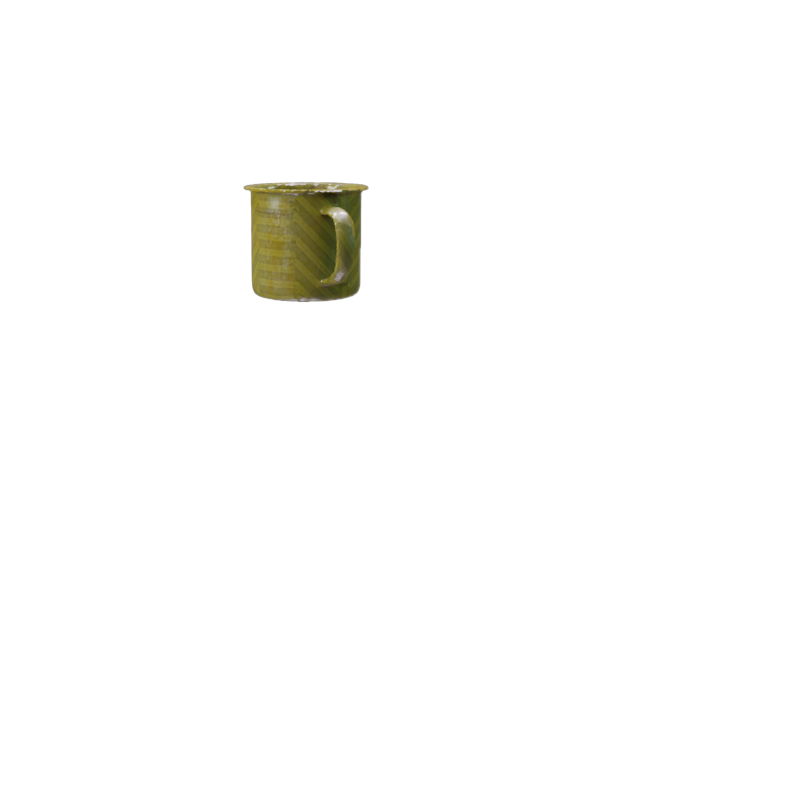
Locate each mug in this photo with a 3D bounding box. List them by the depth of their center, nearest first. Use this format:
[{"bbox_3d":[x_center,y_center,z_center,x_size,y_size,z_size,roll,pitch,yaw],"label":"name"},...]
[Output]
[{"bbox_3d":[-0.064,-0.116,0.814,0.091,0.080,0.123,-6,13,-29],"label":"mug"}]
